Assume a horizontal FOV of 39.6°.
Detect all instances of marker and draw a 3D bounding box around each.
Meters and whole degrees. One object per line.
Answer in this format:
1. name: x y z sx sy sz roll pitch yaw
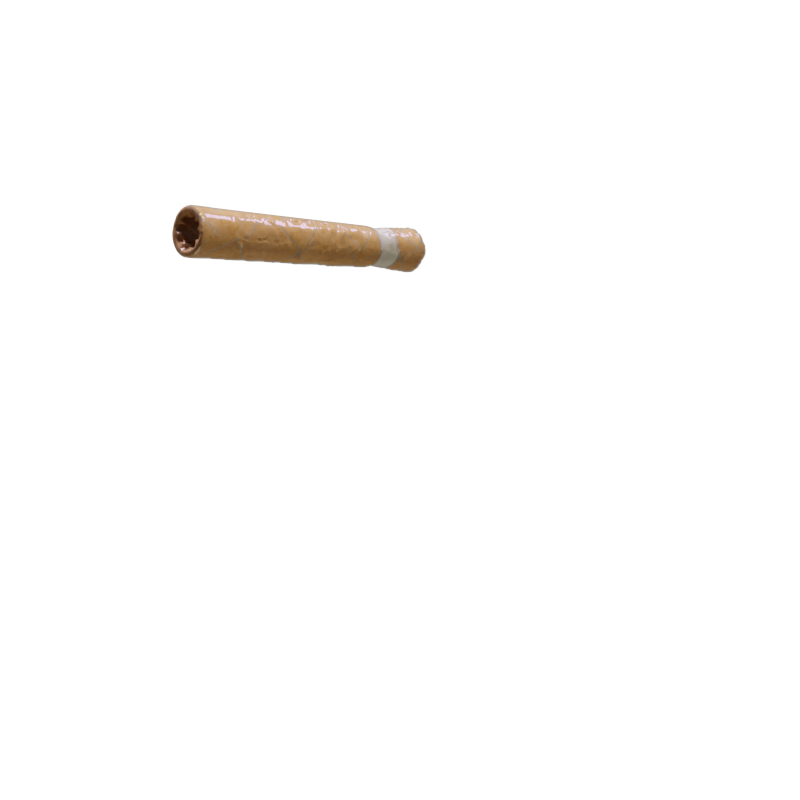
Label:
1. marker: -0.034 -0.061 0.430 0.116 0.020 0.021 -2 5 -44
